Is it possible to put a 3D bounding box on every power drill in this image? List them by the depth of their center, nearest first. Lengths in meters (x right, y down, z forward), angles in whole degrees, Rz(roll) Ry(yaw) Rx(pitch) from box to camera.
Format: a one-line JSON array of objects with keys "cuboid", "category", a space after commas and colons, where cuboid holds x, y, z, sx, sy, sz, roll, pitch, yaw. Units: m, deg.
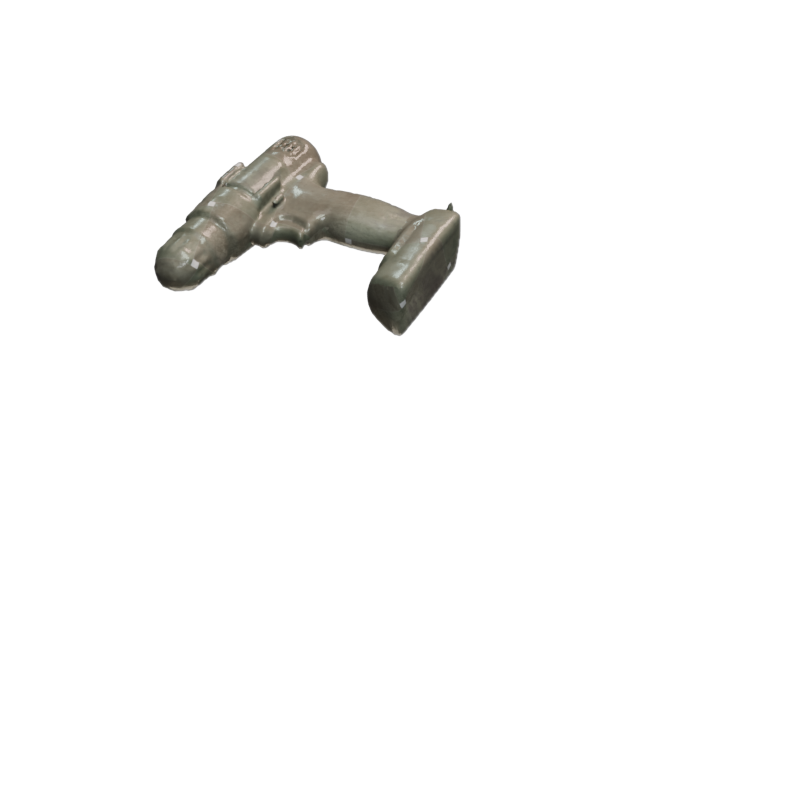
[{"cuboid": [-0.064, -0.117, 0.822, 0.196, 0.053, 0.189, 24, 51, 21], "category": "power drill"}]
